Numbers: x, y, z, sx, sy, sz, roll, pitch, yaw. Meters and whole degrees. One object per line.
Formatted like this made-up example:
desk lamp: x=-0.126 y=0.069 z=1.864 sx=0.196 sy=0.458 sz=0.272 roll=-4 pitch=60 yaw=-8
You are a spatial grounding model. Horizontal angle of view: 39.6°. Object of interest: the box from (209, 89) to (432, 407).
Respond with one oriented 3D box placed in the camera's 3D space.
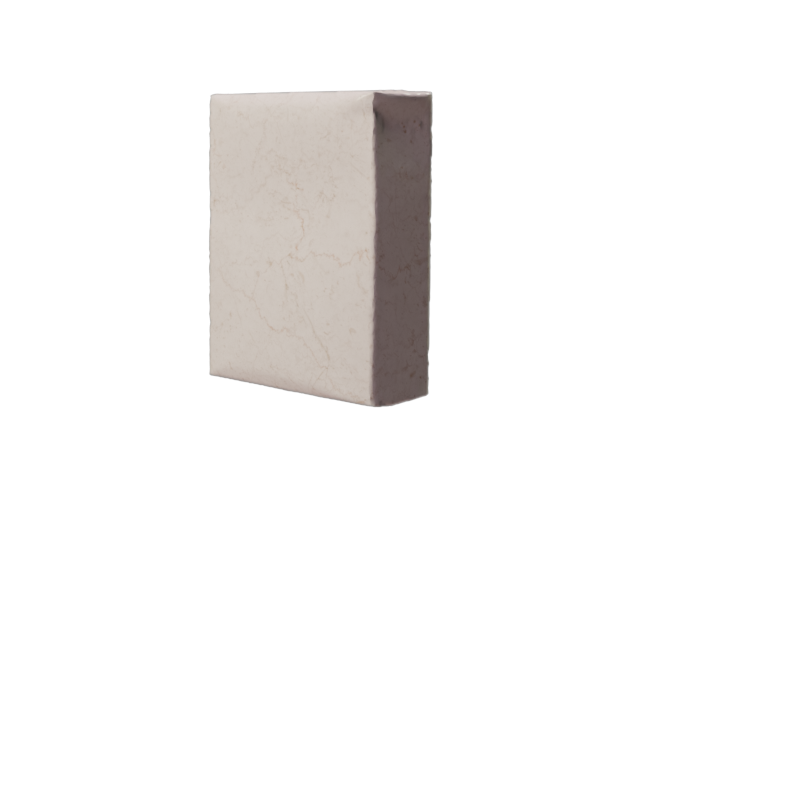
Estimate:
box: x=-0.062 y=-0.113 z=0.794 sx=0.172 sy=0.210 sz=0.070 roll=8 pitch=10 yaw=40
